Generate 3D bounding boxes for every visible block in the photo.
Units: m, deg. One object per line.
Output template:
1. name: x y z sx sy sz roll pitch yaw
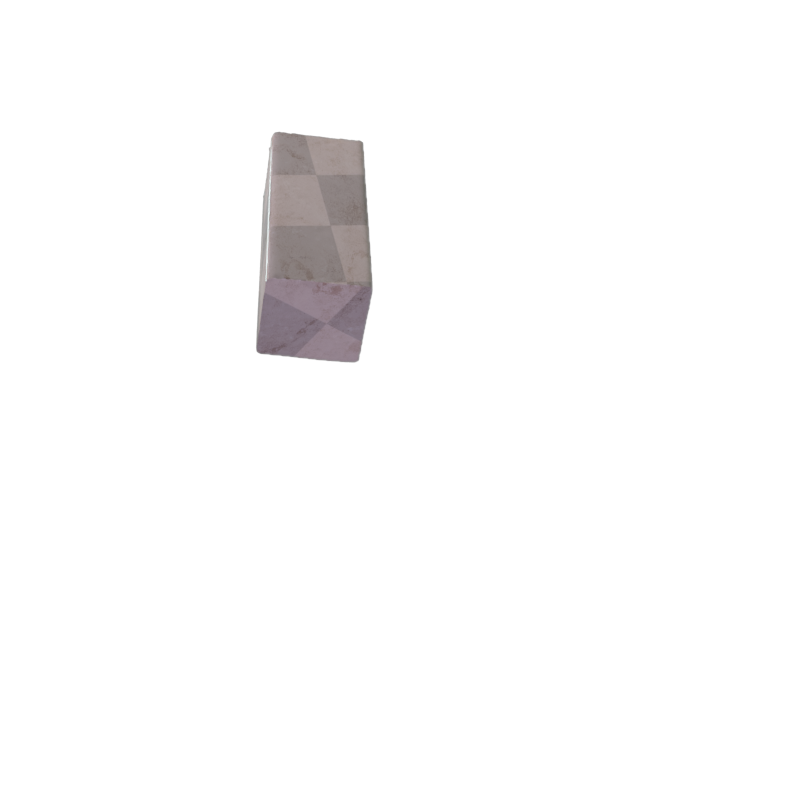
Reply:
1. block: -0.078 -0.142 0.993 0.089 0.085 0.221 4 44 -8
